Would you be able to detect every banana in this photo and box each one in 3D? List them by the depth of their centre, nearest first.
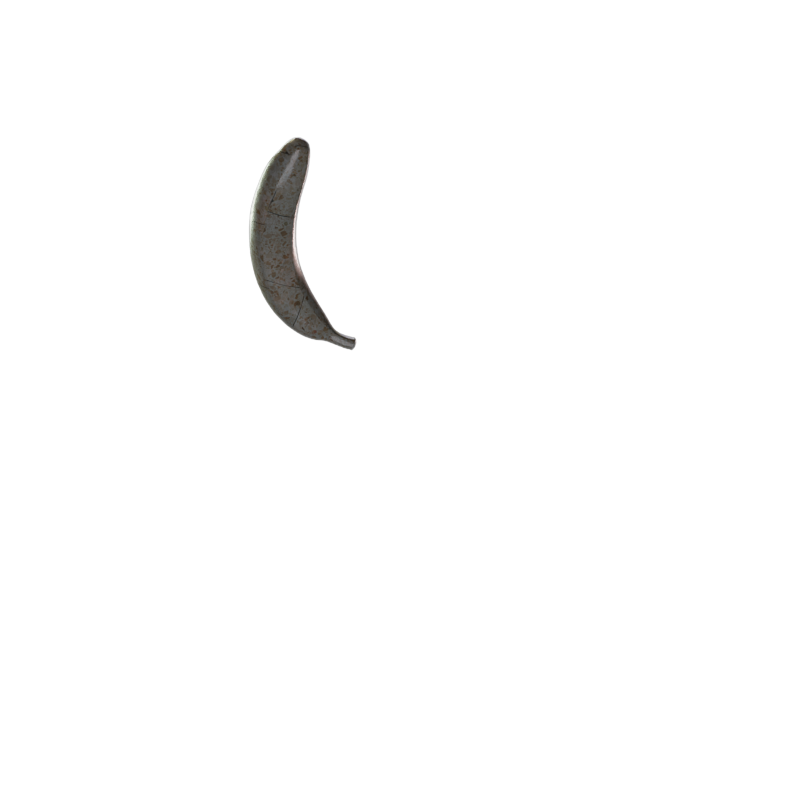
[{"bbox_3d":[-0.087,-0.120,0.886,0.070,0.184,0.039,-9,35,6],"label":"banana"}]
